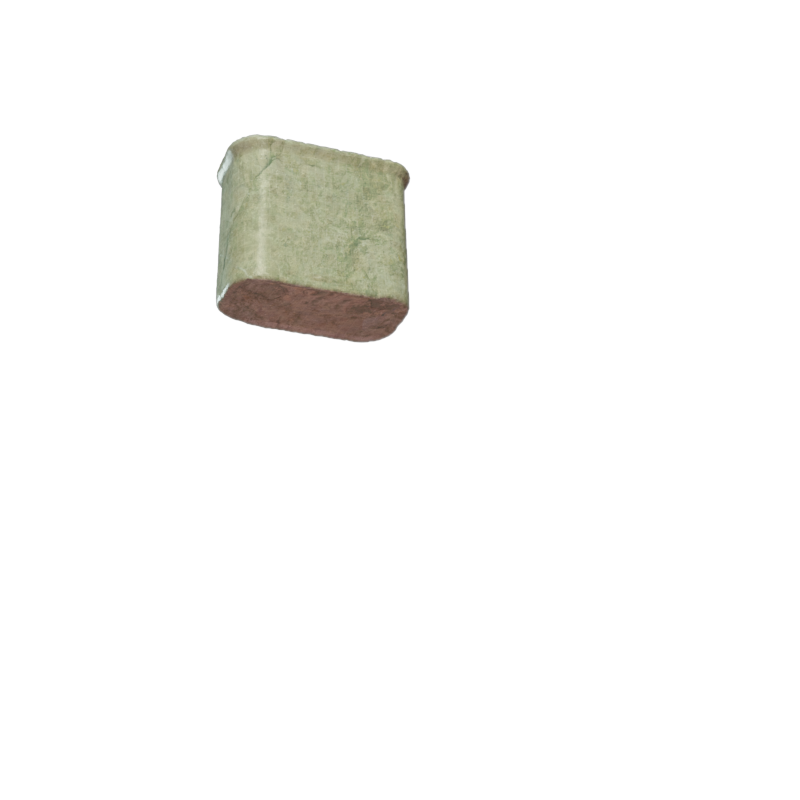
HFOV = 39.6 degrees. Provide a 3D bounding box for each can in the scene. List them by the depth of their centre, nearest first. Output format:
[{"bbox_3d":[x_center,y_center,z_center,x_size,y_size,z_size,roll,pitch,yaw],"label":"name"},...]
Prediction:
[{"bbox_3d":[-0.045,-0.083,0.580,0.099,0.089,0.056,8,-29,-18],"label":"can"}]
